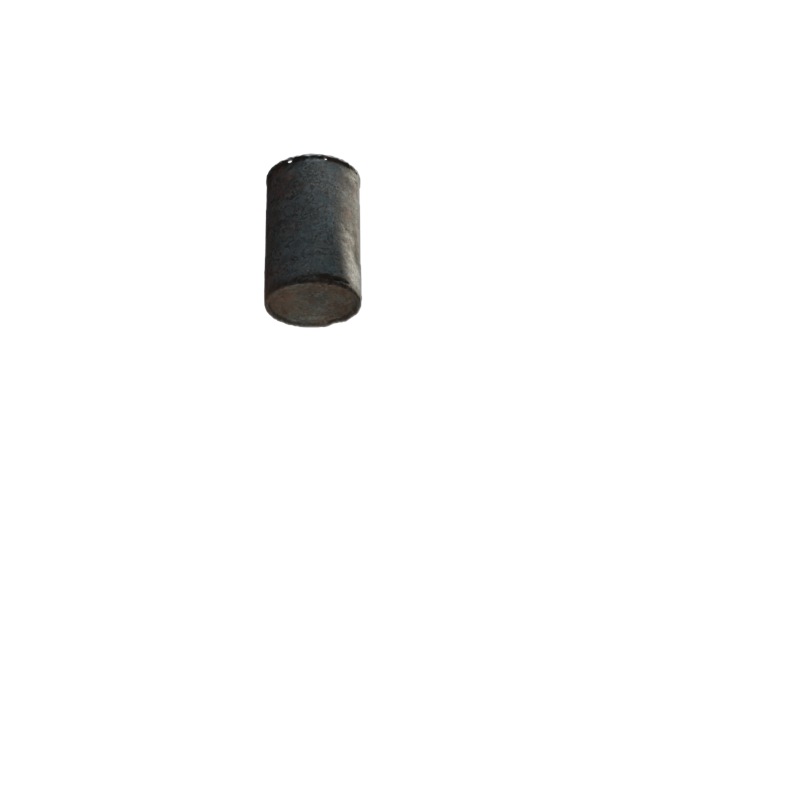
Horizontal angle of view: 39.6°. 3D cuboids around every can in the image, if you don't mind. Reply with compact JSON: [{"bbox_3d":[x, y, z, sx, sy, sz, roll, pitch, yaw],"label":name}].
[{"bbox_3d":[-0.060,-0.110,0.768,0.068,0.109,0.065,0,-28,-2],"label":"can"}]
